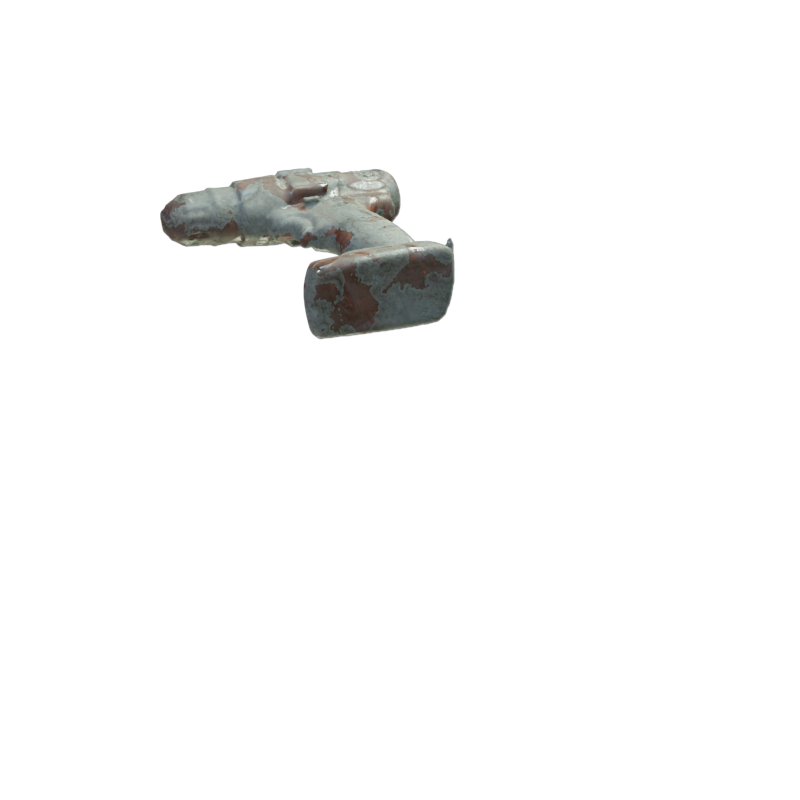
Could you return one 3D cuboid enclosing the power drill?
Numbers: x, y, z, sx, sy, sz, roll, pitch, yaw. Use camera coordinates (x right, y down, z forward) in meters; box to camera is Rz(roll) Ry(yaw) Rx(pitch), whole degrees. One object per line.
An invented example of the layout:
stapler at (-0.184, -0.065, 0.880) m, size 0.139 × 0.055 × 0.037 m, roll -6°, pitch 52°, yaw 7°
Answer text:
power drill at (-0.061, -0.111, 0.775) m, size 0.181 × 0.054 × 0.202 m, roll -12°, pitch 33°, yaw -19°
